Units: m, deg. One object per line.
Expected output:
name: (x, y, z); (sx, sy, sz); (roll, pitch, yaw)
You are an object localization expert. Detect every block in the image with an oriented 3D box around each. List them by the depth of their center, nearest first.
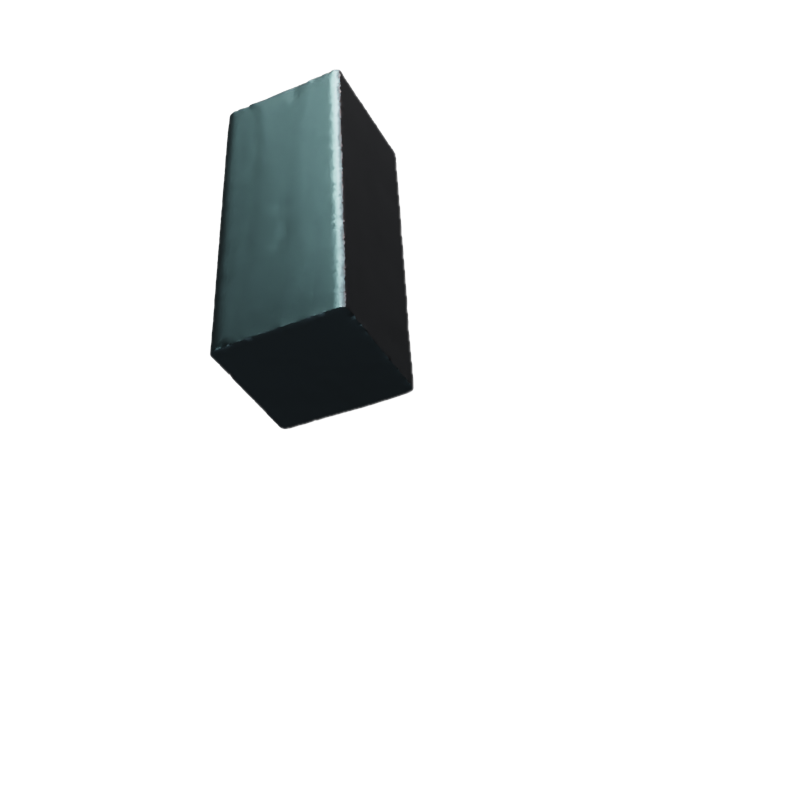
block: (-0.055, -0.100, 0.702); (0.091, 0.221, 0.084); (-19, -42, 18)
